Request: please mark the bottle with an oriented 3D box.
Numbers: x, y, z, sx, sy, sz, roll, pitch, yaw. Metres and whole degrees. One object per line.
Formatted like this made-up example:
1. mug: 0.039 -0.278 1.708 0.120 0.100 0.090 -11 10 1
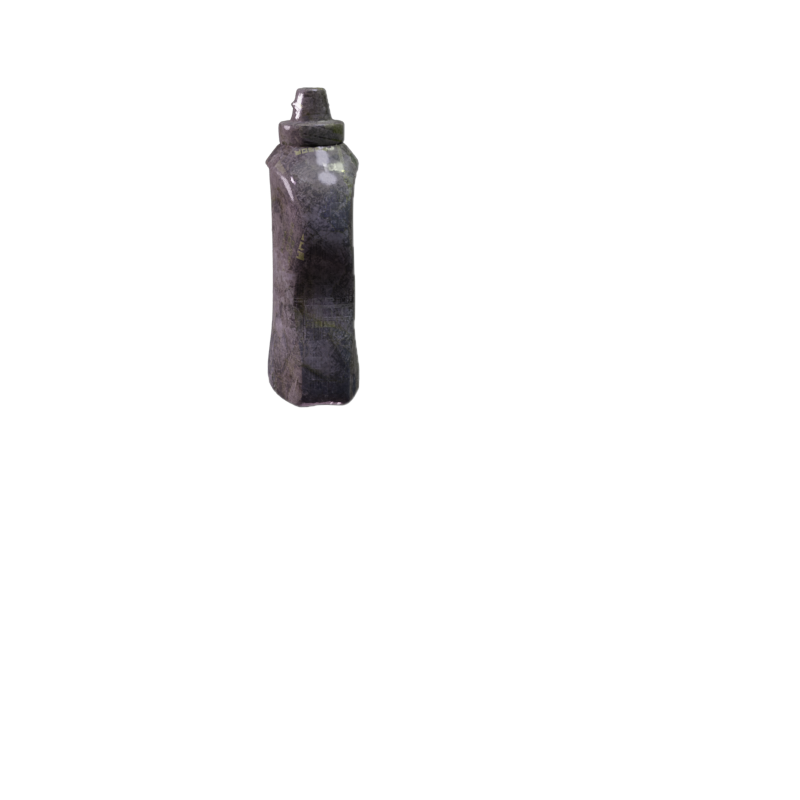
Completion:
1. bottle: -0.055 -0.099 0.697 0.058 0.186 0.100 -1 14 -9
